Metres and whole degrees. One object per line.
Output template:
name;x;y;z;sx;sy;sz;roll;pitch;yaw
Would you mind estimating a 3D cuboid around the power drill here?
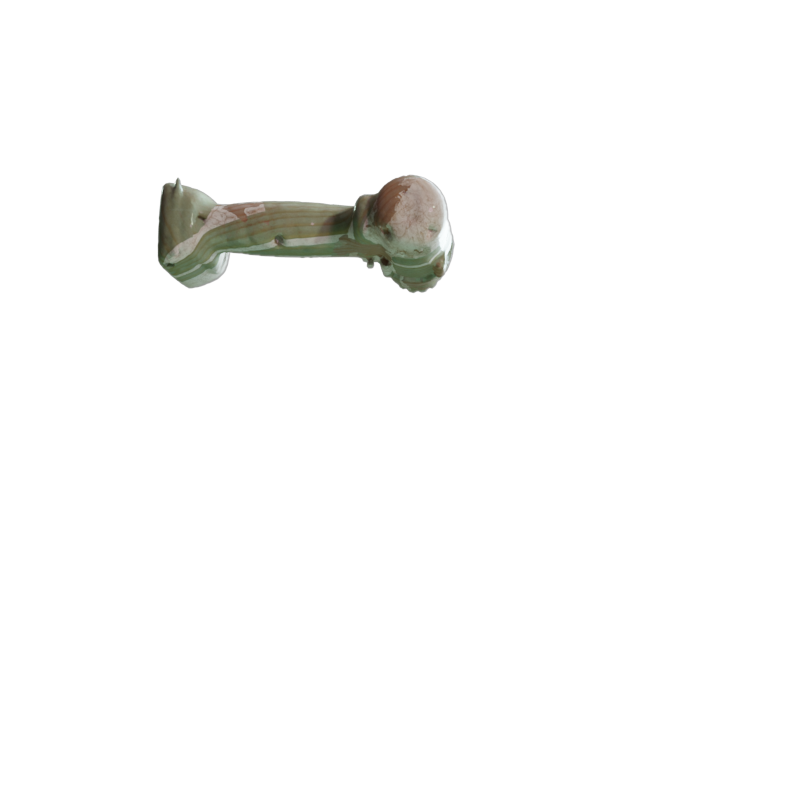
power drill;-0.058;-0.106;0.742;0.189;0.059;0.178;-1;-8;4
